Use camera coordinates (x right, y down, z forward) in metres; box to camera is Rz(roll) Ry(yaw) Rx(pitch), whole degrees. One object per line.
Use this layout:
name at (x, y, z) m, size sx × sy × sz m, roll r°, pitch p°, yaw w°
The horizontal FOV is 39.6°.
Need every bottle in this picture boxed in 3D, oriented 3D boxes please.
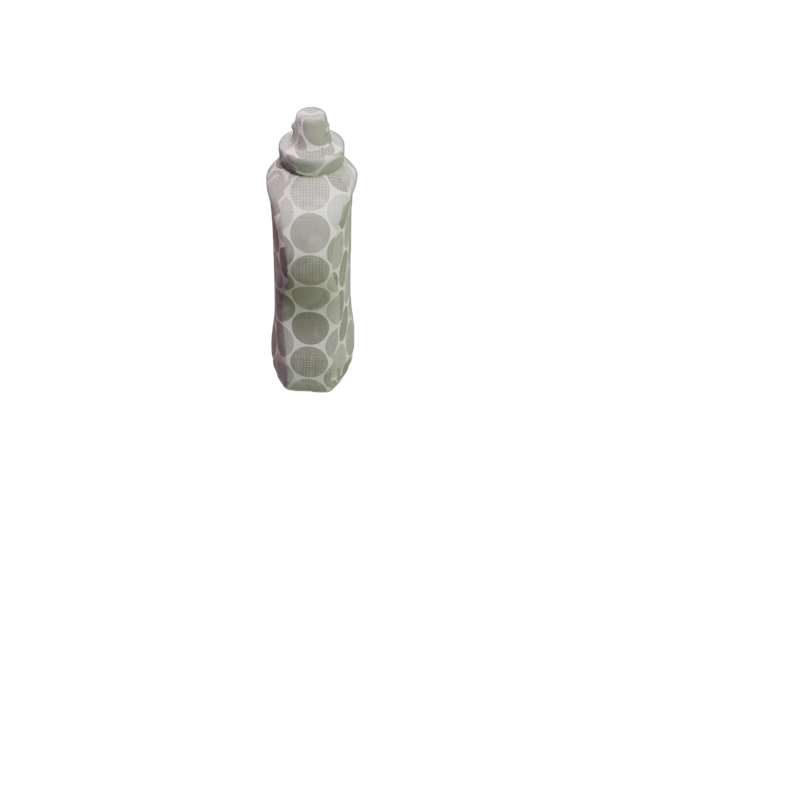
bottle at (-0.057, -0.104, 0.728) m, size 0.059 × 0.179 × 0.102 m, roll 4°, pitch 39°, yaw 1°
